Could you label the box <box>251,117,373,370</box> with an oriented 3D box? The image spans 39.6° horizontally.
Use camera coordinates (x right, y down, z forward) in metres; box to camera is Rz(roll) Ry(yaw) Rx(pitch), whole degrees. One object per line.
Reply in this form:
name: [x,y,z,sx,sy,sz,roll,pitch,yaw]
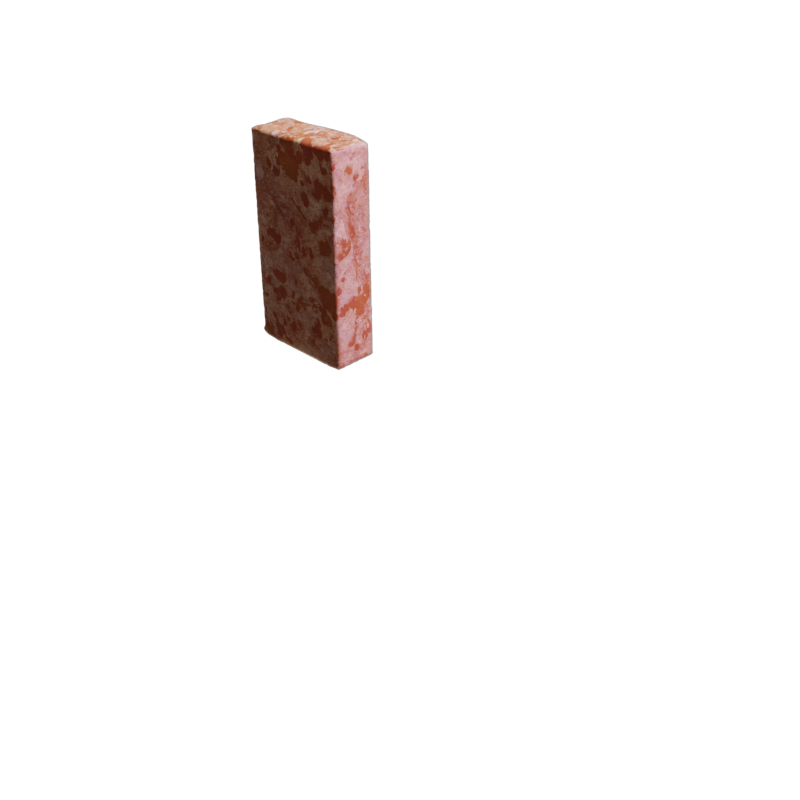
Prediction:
box: [-0.066,-0.122,0.852,0.047,0.168,0.099,-19,31,-40]
